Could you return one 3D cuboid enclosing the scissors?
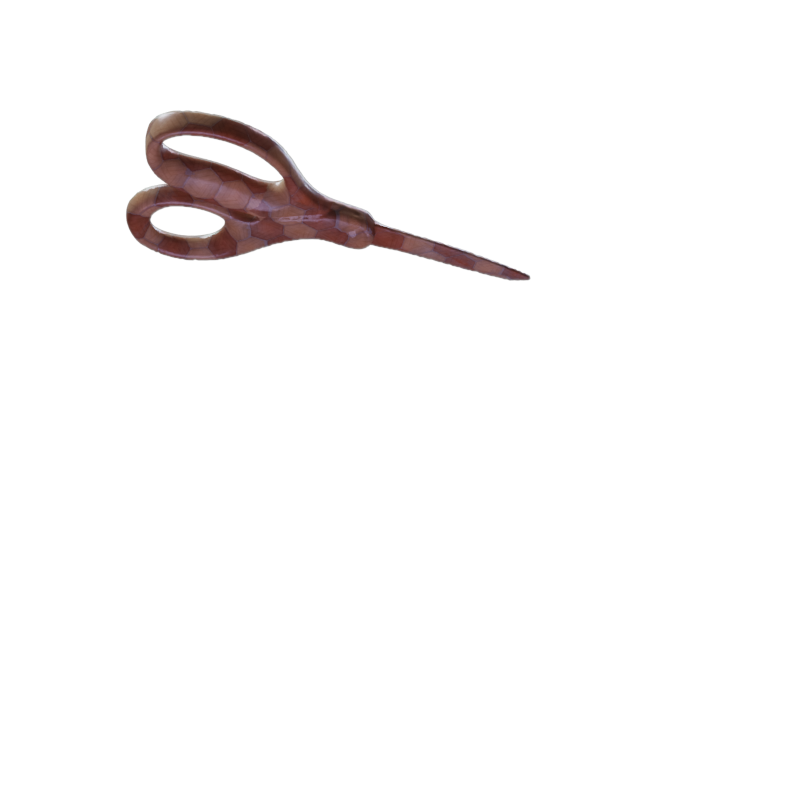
[{"bbox_3d":[-0.041,-0.075,0.523,0.190,0.017,0.095,25,-41,-33],"label":"scissors"}]
